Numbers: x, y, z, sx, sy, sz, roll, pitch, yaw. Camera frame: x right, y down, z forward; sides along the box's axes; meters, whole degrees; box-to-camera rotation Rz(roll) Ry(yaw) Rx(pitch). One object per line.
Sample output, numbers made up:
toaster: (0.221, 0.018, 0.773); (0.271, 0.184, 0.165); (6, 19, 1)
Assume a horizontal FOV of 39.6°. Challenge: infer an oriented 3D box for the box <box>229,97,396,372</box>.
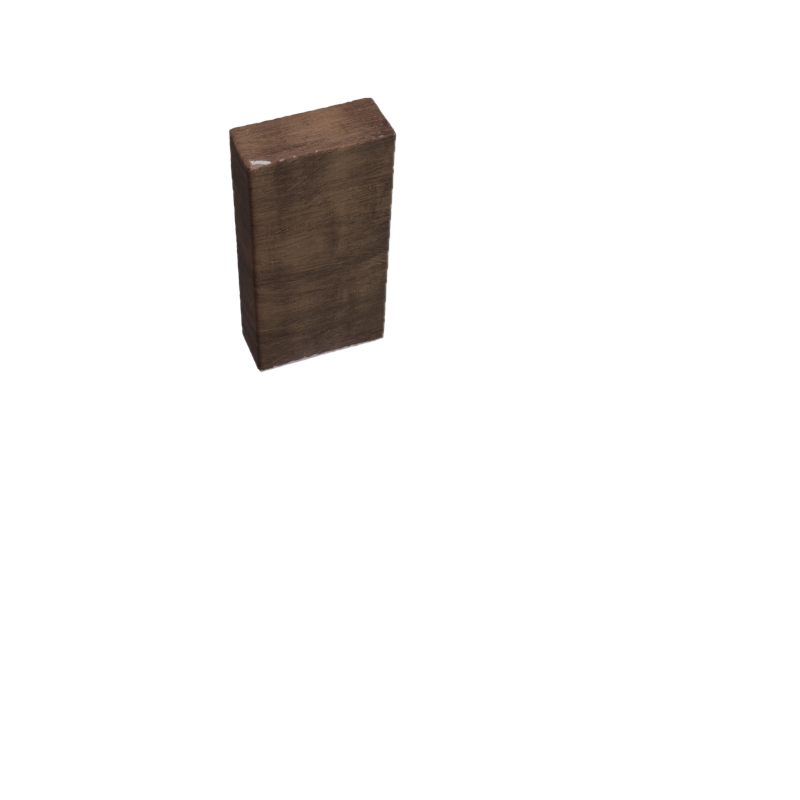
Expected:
box: (-0.055, -0.099, 0.696); (0.092, 0.052, 0.164); (-16, -37, -16)
